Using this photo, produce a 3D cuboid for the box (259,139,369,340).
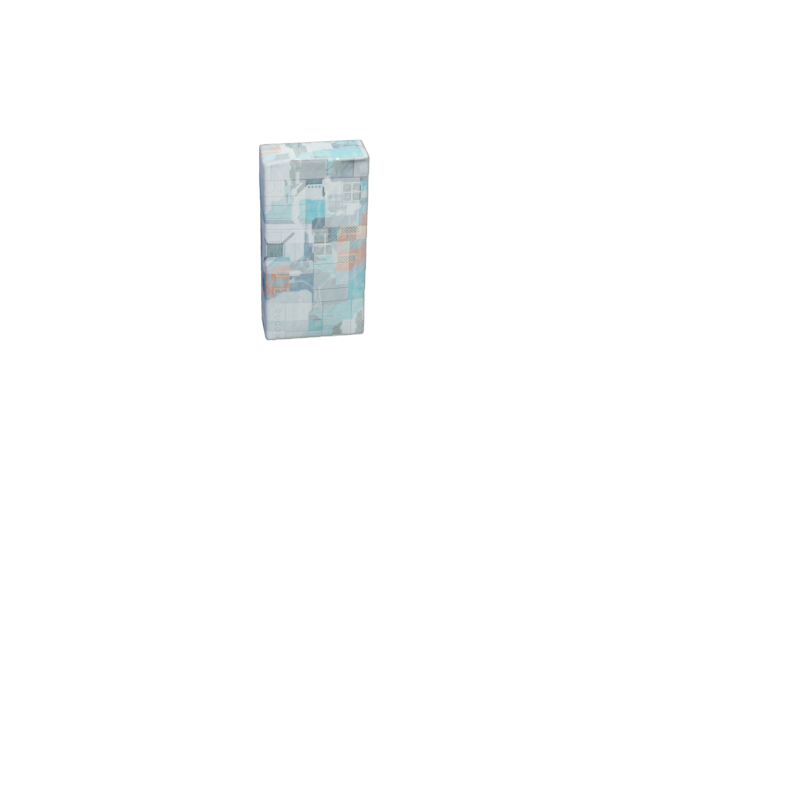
[{"bbox_3d":[-0.077,-0.140,0.978,0.092,0.166,0.052,-4,32,-9],"label":"box"}]
